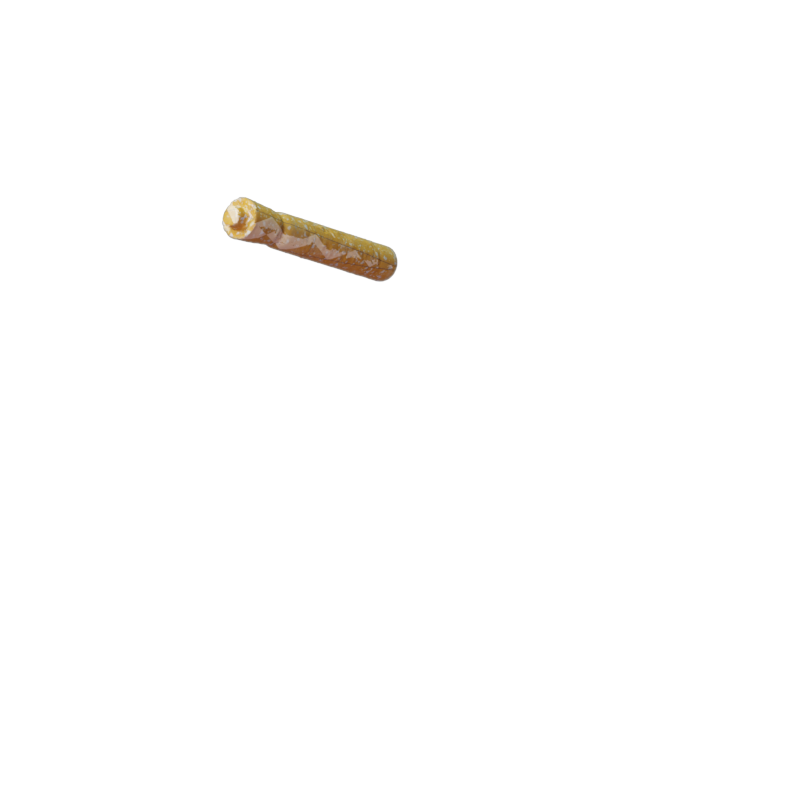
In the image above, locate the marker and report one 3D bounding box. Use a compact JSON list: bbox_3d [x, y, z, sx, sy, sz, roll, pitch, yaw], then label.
[{"bbox_3d":[-0.041,-0.074,0.519,0.020,0.020,0.115,3,-3,34],"label":"marker"}]
